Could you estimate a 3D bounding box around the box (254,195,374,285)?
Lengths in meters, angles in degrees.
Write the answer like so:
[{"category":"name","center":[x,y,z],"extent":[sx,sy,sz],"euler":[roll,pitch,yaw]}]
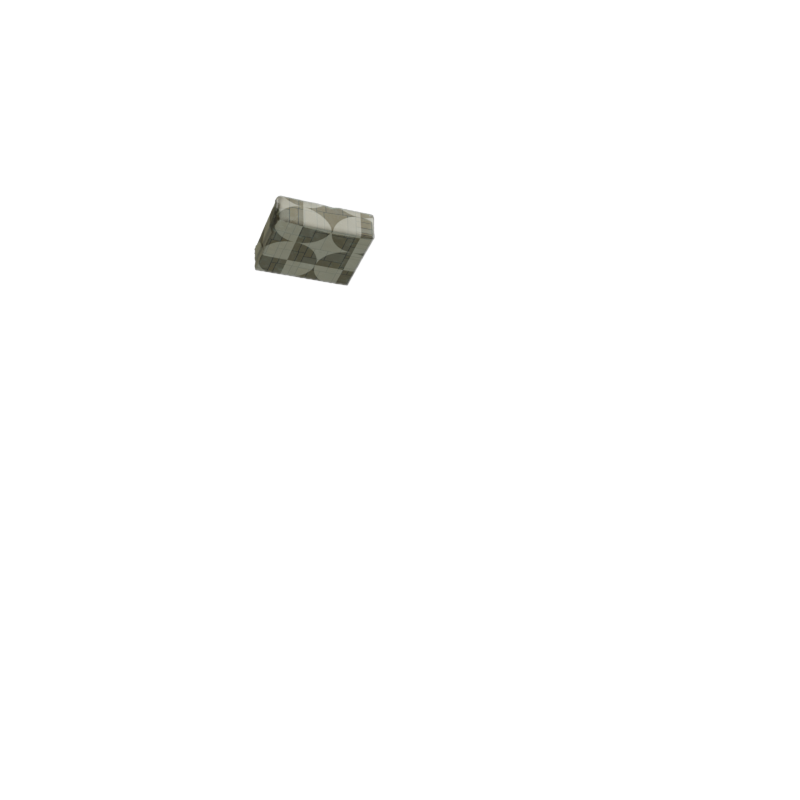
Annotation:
[{"category":"box","center":[-0.076,-0.138,0.963],"extent":[0.087,0.032,0.070],"euler":[10,-36,-15]}]
